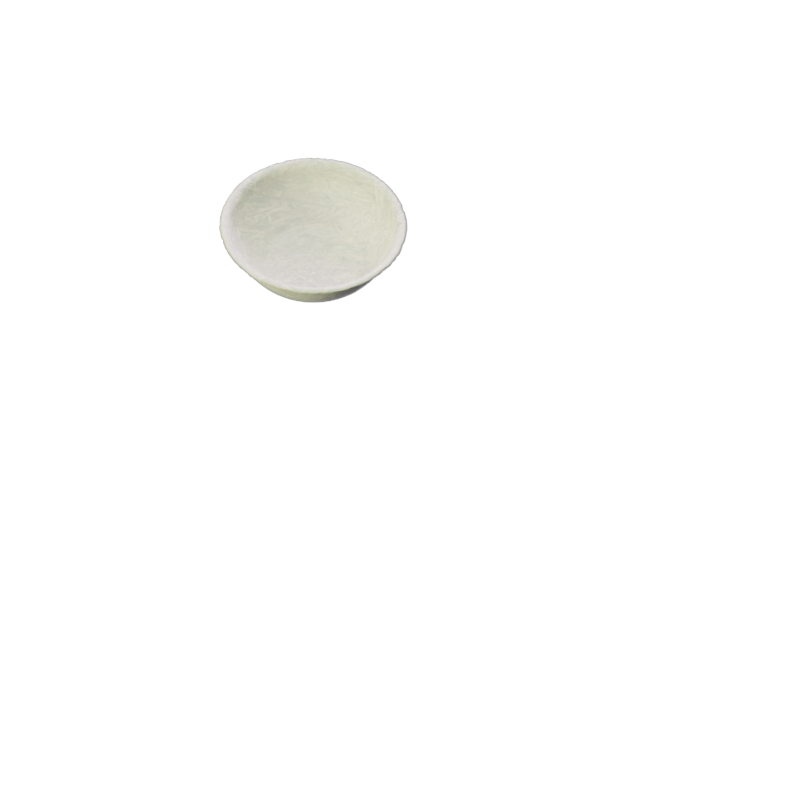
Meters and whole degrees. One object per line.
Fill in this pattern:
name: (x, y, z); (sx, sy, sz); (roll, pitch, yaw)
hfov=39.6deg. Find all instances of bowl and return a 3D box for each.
bowl: (-0.076, -0.139, 0.974); (0.162, 0.174, 0.051); (-1, -39, -1)
